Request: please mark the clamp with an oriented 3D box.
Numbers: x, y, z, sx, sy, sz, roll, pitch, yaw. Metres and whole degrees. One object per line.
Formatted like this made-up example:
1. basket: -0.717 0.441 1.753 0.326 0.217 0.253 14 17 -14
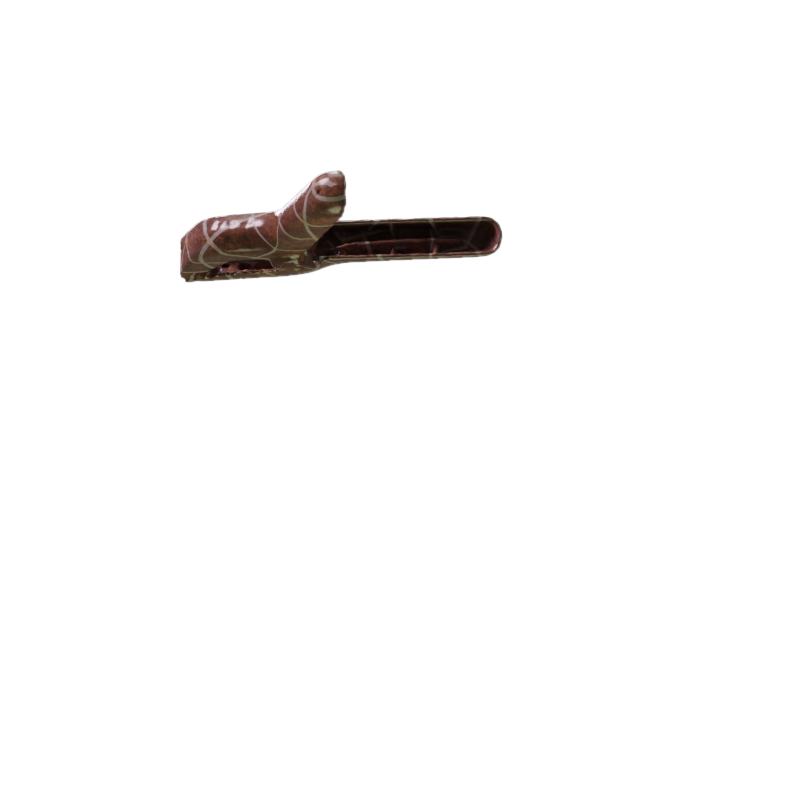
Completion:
1. clamp: -0.054 -0.099 0.691 0.157 0.037 0.216 5 -7 -45
